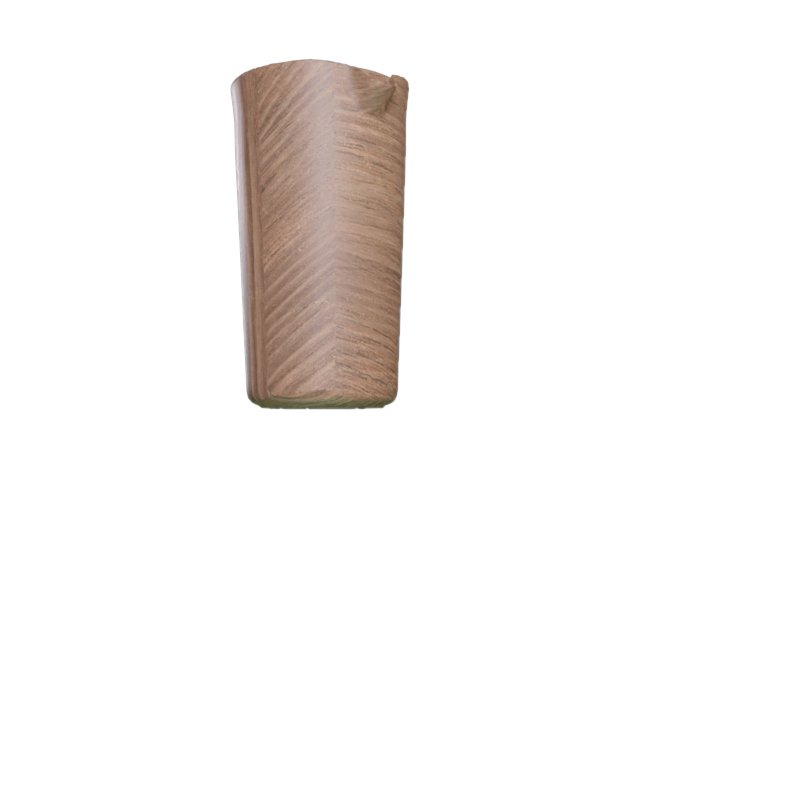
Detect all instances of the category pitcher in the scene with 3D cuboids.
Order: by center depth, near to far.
[{"bbox_3d":[-0.064,-0.116,0.816,0.146,0.248,0.145,-1,-8,7],"label":"pitcher"}]
